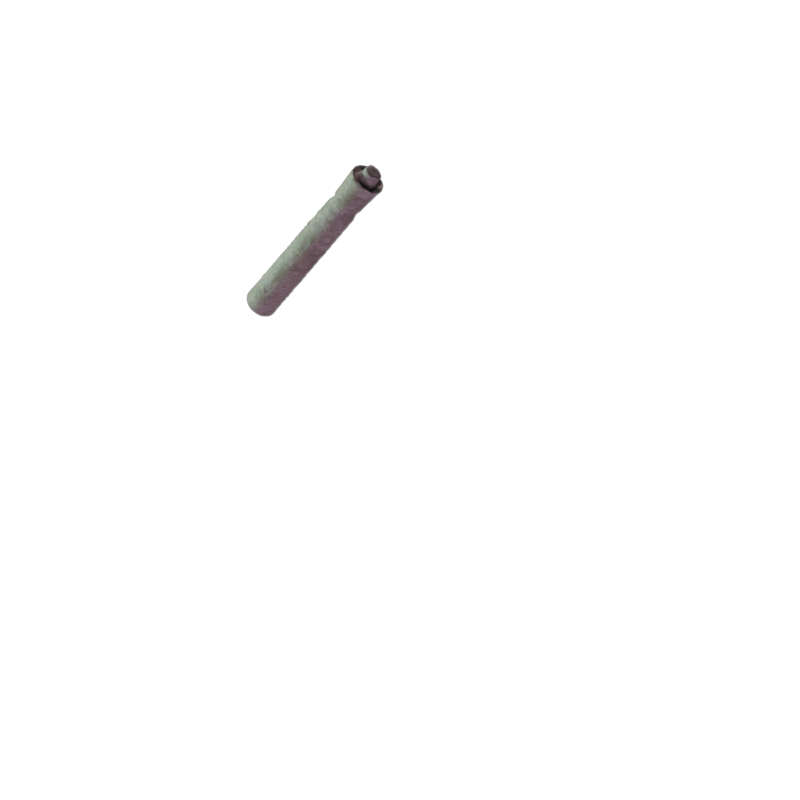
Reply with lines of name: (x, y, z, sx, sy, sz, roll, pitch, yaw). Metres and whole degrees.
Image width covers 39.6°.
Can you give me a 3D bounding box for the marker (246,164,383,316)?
marker: (-0.046, -0.085, 0.594, 0.019, 0.021, 0.118, -2, -29, -41)
